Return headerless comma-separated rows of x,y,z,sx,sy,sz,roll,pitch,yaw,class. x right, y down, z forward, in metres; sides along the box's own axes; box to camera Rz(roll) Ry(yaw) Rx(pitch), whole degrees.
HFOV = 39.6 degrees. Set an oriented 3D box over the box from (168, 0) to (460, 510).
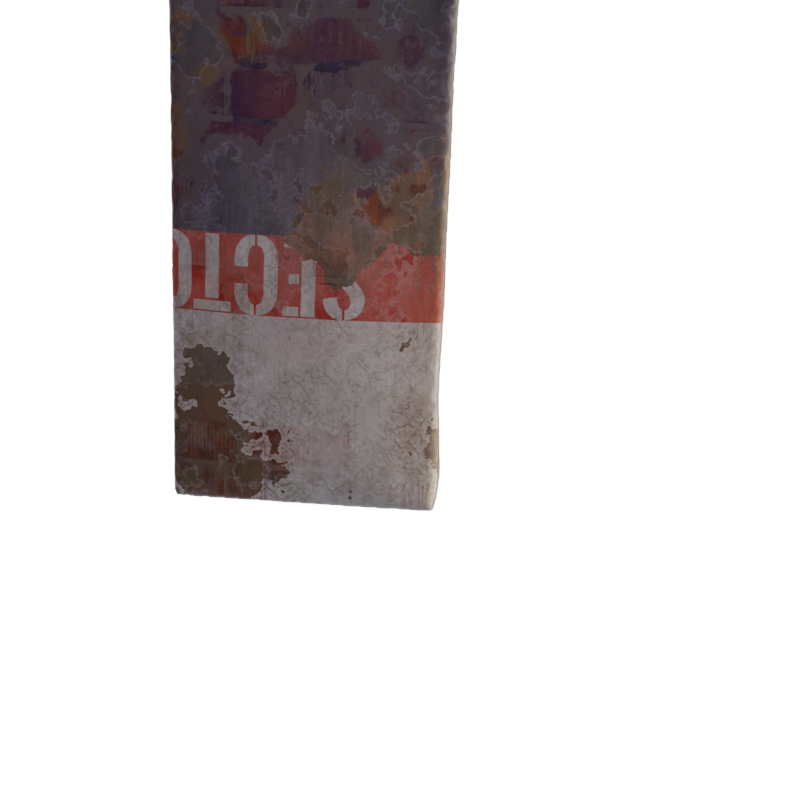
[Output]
-0.030,-0.054,0.377,0.094,0.170,0.050,2,17,4,box
